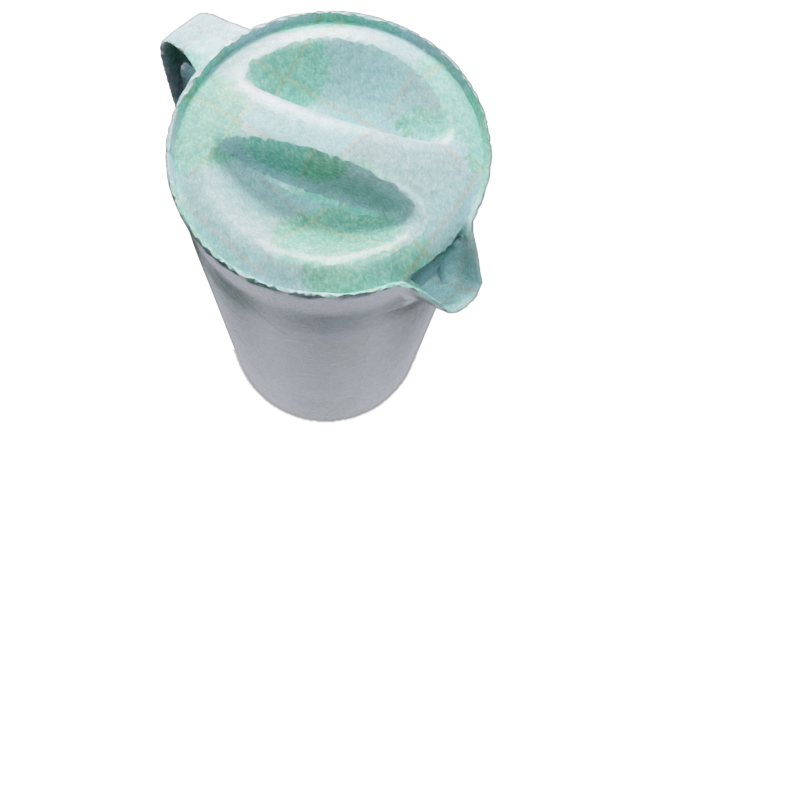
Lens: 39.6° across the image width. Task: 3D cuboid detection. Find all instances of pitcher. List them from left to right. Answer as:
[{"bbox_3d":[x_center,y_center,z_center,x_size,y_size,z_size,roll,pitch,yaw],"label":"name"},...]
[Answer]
[{"bbox_3d":[-0.044,-0.080,0.557,0.145,0.157,0.232,1,-19,-3],"label":"pitcher"}]
